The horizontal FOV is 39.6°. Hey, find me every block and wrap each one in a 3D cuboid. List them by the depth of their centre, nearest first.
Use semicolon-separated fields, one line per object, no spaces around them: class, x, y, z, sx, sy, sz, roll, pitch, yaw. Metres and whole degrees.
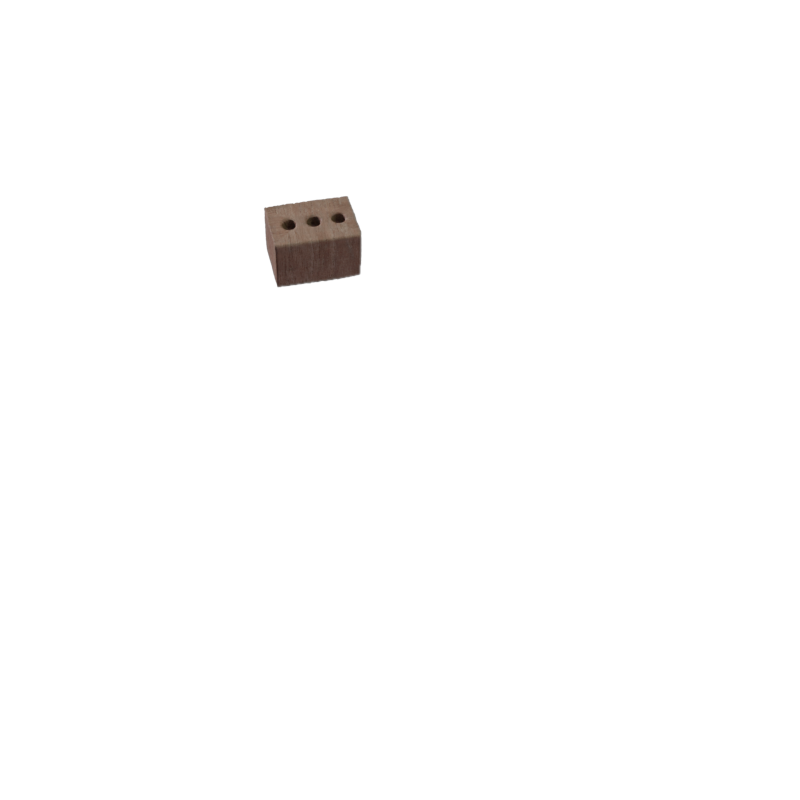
block;-0.076;-0.138;0.970;0.077;0.057;0.048;-10;-42;-10
